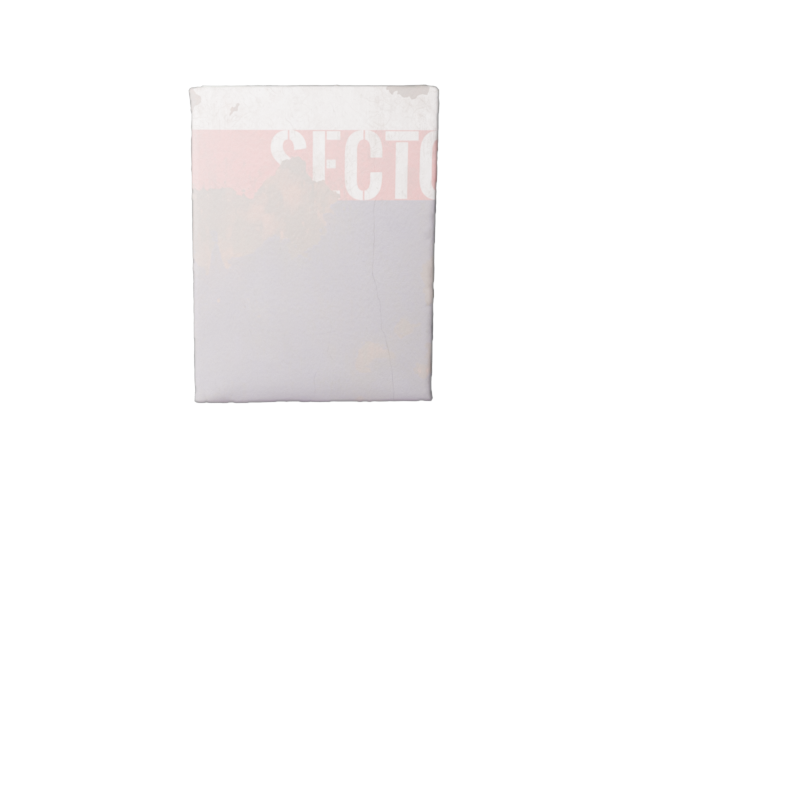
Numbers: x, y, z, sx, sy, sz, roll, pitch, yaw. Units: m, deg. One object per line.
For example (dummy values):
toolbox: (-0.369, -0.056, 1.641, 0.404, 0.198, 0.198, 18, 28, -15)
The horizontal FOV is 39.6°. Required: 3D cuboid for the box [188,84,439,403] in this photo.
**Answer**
box: (-0.060, -0.109, 0.762, 0.163, 0.209, 0.074, 0, 10, -3)
